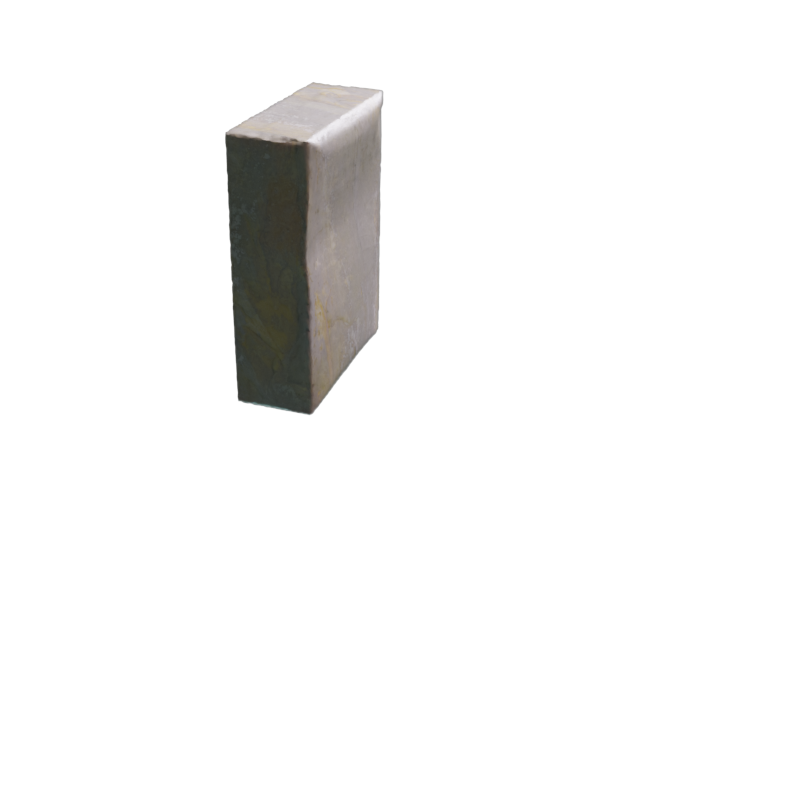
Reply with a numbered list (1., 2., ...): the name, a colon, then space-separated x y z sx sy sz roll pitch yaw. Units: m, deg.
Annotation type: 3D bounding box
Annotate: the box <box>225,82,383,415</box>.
1. box: -0.067 -0.123 0.860 0.074 0.203 0.168 9 26 16
